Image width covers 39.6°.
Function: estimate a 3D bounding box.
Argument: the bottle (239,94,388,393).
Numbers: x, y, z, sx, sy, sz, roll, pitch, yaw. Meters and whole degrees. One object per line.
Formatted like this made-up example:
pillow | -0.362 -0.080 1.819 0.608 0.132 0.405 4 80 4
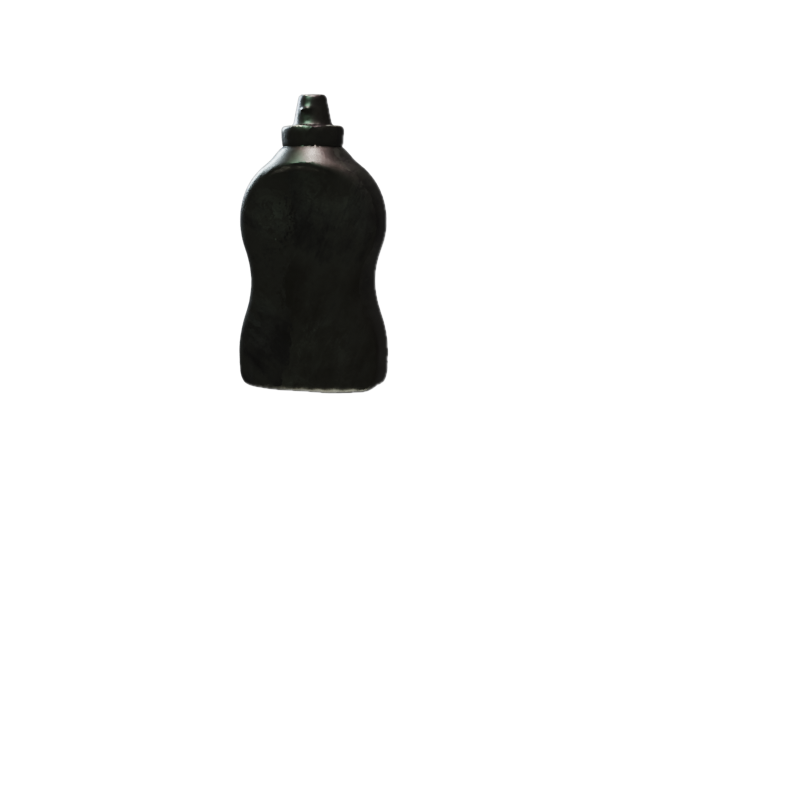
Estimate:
bottle | -0.057 -0.104 0.728 0.098 0.190 0.057 2 4 19
